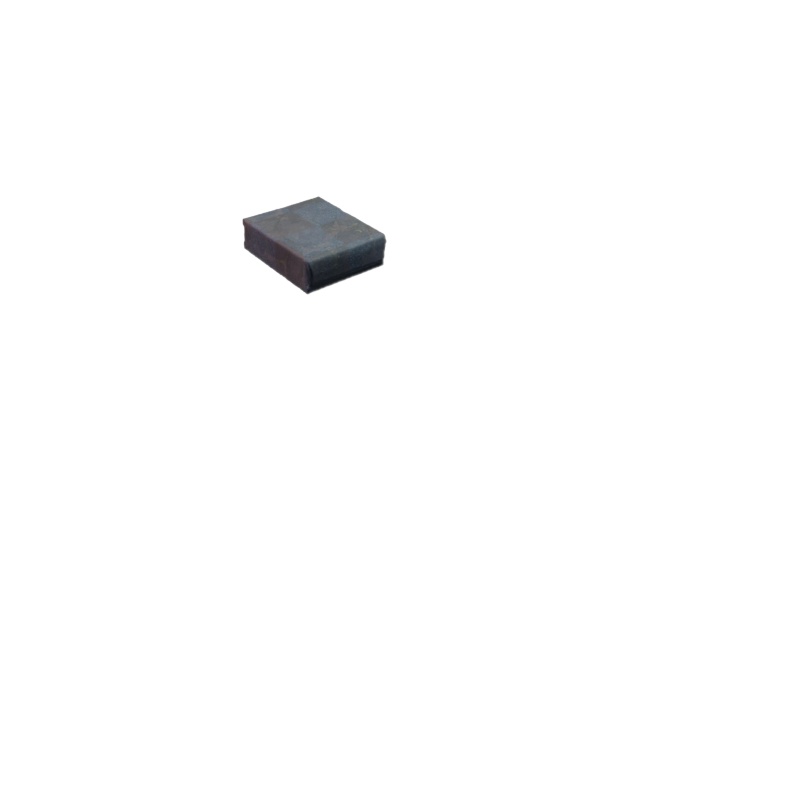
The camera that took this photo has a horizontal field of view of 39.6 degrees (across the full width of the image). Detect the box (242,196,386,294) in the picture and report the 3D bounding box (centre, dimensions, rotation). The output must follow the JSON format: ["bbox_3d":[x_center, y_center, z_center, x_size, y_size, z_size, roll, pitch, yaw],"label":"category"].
[{"bbox_3d":[-0.066,-0.120,0.843,0.072,0.028,0.096,-22,39,-31],"label":"box"}]
